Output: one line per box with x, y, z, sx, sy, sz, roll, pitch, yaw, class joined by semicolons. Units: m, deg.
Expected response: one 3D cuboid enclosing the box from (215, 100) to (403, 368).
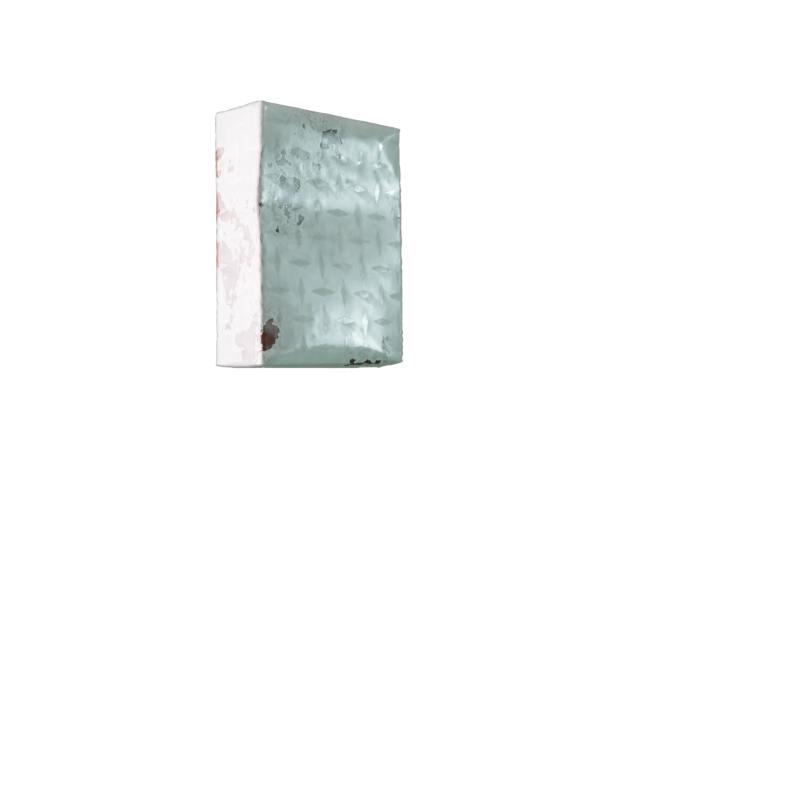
-0.074;-0.135;0.944;0.157;0.217;0.074;3;-7;-43;box
